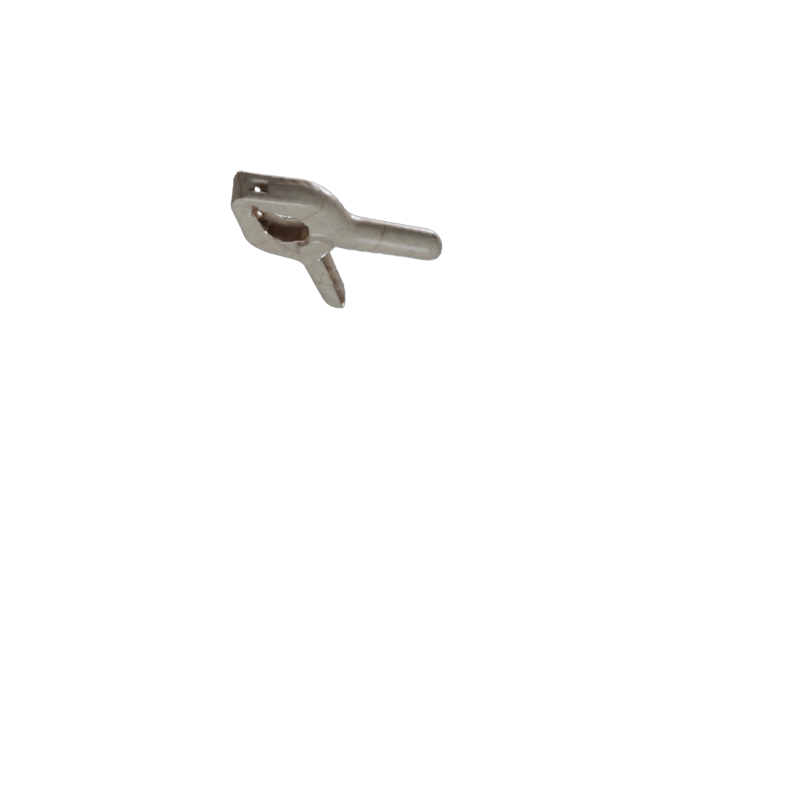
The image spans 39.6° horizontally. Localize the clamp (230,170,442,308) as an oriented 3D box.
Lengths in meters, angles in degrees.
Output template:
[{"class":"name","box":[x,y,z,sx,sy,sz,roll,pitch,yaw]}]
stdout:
[{"class":"clamp","box":[-0.067,-0.122,0.857,0.163,0.042,0.118,23,-43,-28]}]
